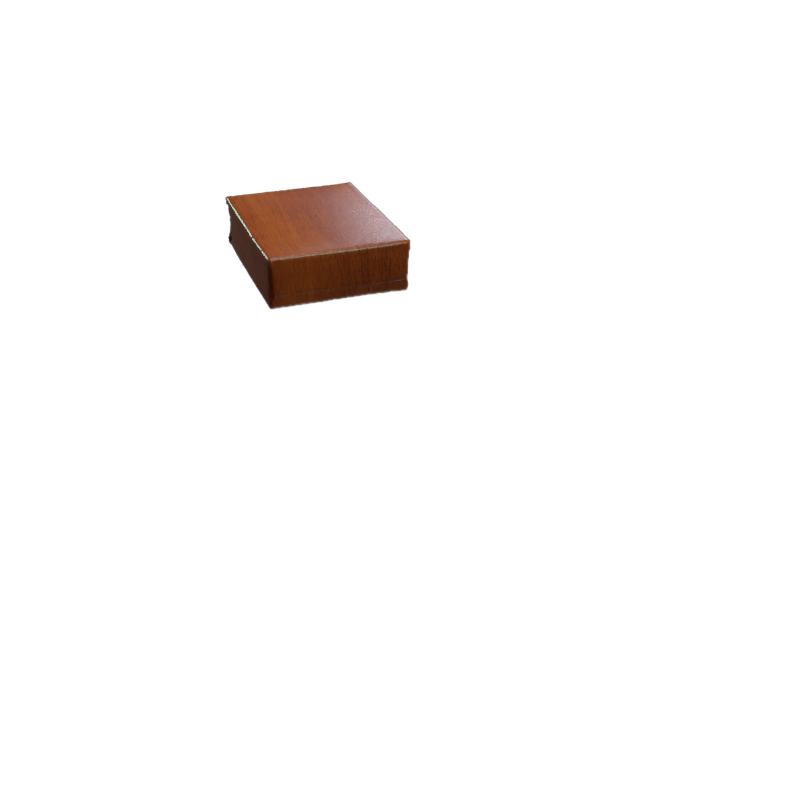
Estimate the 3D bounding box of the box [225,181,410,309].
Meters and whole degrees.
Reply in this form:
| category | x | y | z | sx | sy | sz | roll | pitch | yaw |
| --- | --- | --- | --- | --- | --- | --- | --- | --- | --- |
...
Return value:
| category | x | y | z | sx | sy | sz | roll | pitch | yaw |
| --- | --- | --- | --- | --- | --- | --- | --- | --- | --- |
| box | -0.055 | -0.101 | 0.706 | 0.088 | 0.037 | 0.122 | -9 | 29 | -18 |
